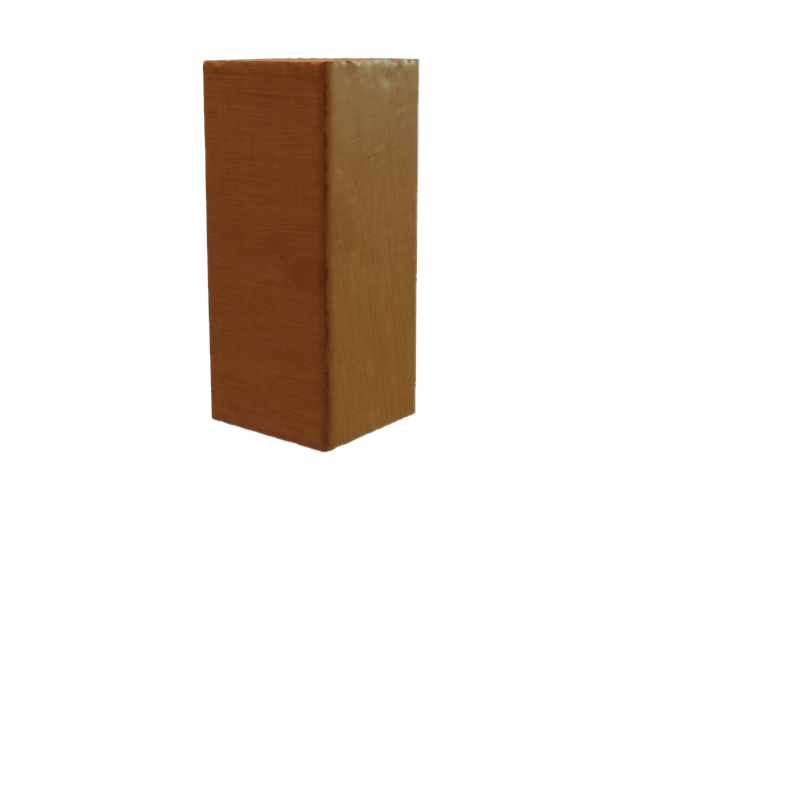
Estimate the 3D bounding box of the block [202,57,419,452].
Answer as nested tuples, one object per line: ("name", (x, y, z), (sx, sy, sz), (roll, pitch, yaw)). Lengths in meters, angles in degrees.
("block", (-0.050, -0.090, 0.631), (0.095, 0.201, 0.088), (10, 15, 36))
